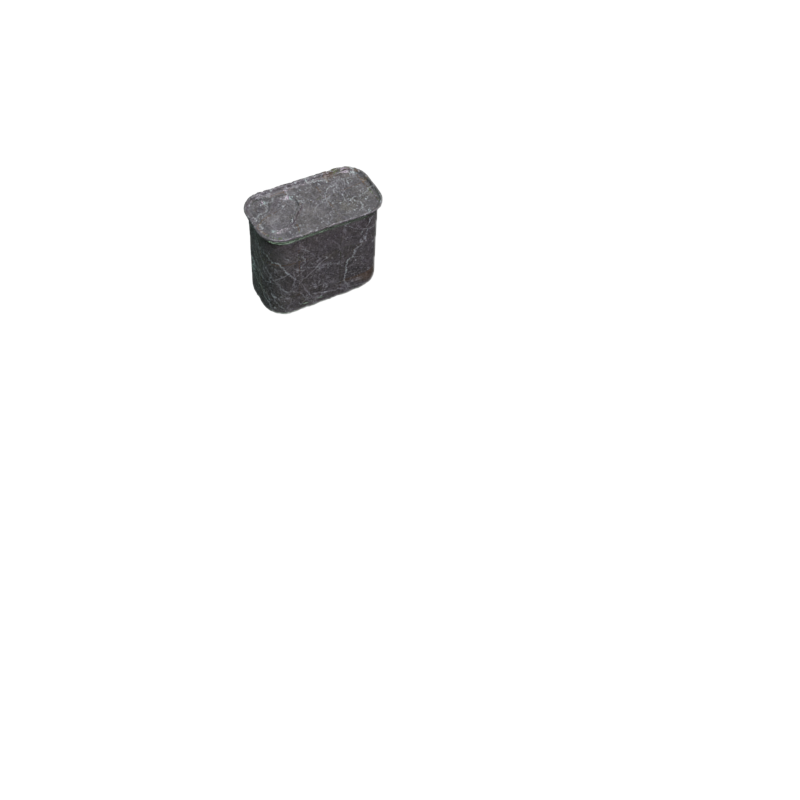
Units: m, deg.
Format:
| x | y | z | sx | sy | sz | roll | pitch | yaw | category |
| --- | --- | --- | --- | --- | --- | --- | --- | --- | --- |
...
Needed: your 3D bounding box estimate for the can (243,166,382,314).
| x | y | z | sx | sy | sz | roll | pitch | yaw | category |
| --- | --- | --- | --- | --- | --- | --- | --- | --- | --- |
| -0.067 | -0.122 | 0.857 | 0.101 | 0.062 | 0.078 | -21 | -38 | -19 | can |
